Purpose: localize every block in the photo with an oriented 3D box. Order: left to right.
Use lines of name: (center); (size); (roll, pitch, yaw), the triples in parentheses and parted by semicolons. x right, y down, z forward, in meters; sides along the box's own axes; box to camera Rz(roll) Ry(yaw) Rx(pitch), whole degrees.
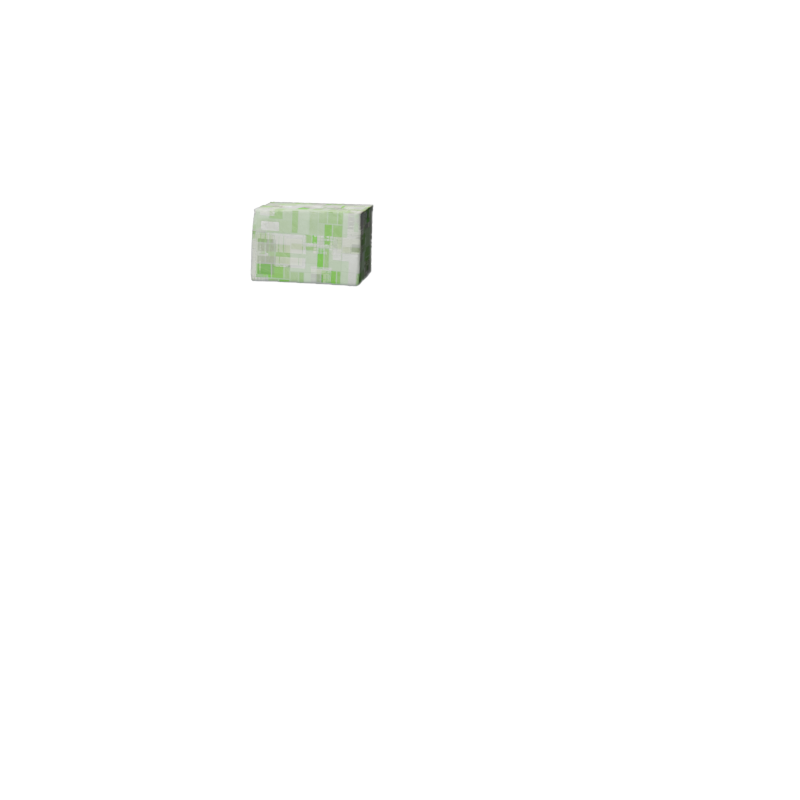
block: (-0.061, -0.112, 0.783); (0.079, 0.050, 0.053); (3, 14, 11)
